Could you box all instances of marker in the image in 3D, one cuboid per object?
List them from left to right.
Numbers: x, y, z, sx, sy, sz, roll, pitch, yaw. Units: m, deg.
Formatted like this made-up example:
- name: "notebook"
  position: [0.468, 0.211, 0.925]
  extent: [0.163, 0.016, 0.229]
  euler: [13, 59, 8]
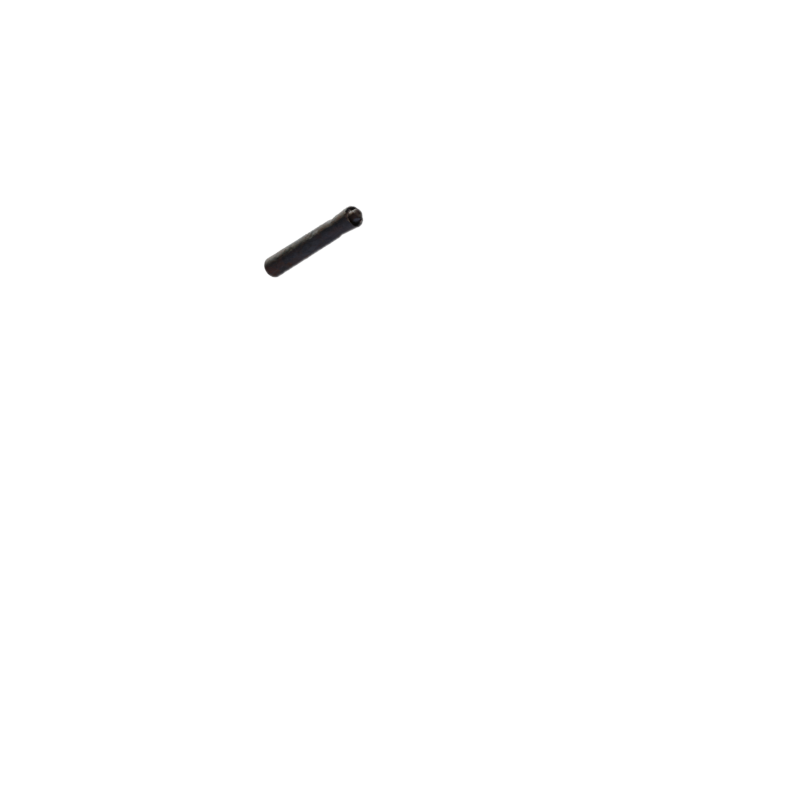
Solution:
- name: "marker"
  position: [-0.073, -0.133, 0.931]
  extent: [0.019, 0.020, 0.121]
  euler: [-3, -14, -43]
